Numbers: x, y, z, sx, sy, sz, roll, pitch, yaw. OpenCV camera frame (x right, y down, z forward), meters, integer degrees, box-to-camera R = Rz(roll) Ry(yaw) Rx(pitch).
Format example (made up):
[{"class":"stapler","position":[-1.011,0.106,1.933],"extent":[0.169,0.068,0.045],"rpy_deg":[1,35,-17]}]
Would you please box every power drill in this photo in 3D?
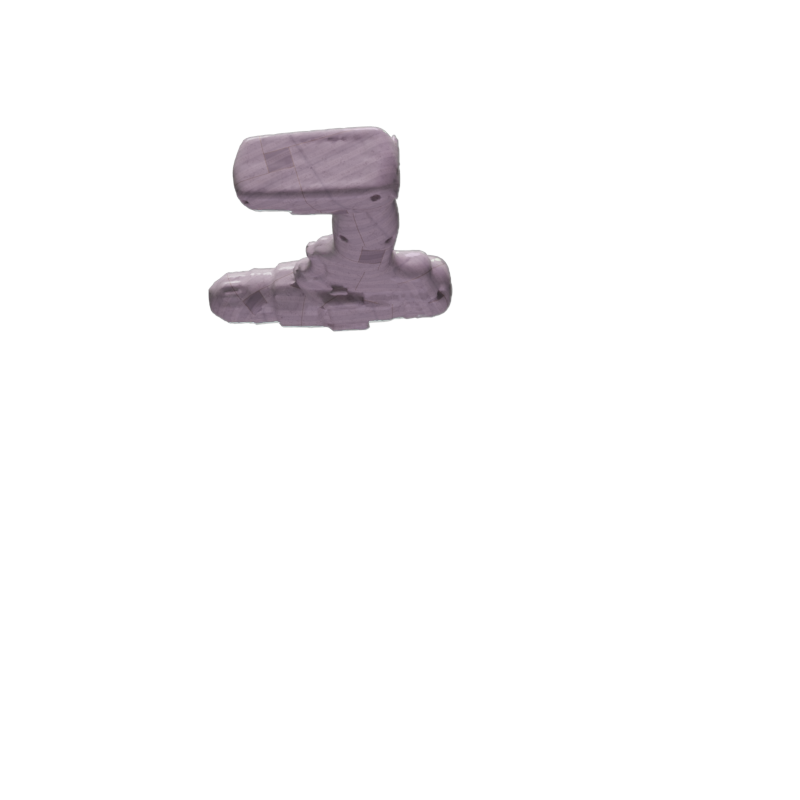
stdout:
[{"class":"power drill","position":[-0.061,-0.111,0.777],"extent":[0.186,0.061,0.175],"rpy_deg":[-4,-27,7]}]
